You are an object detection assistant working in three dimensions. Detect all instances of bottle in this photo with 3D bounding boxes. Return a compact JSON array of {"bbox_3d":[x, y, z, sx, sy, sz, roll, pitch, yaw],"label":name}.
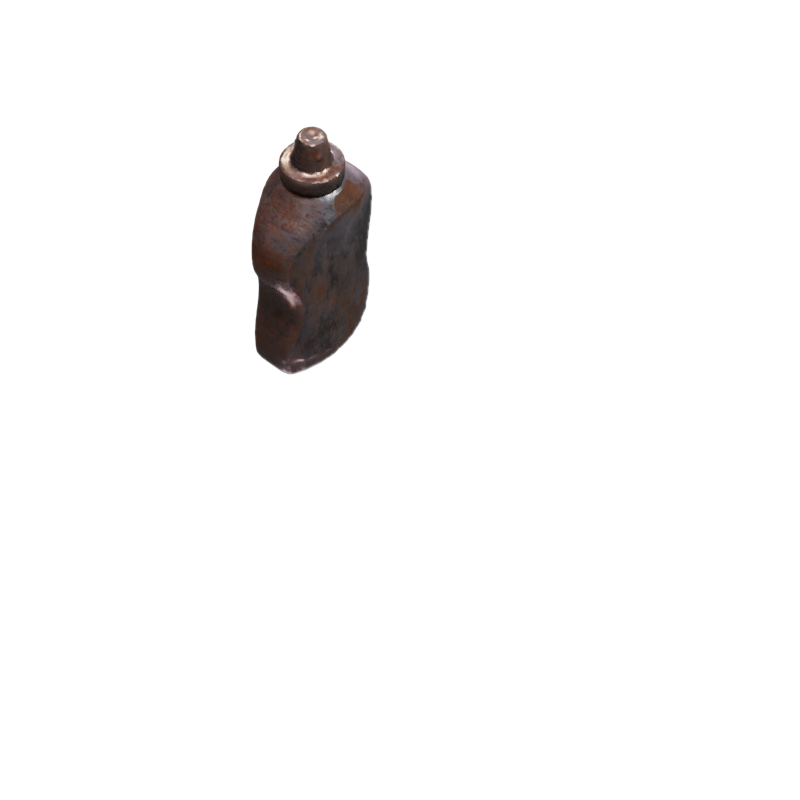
[{"bbox_3d":[-0.058,-0.105,0.732,0.061,0.098,0.179,34,-31,19],"label":"bottle"}]
